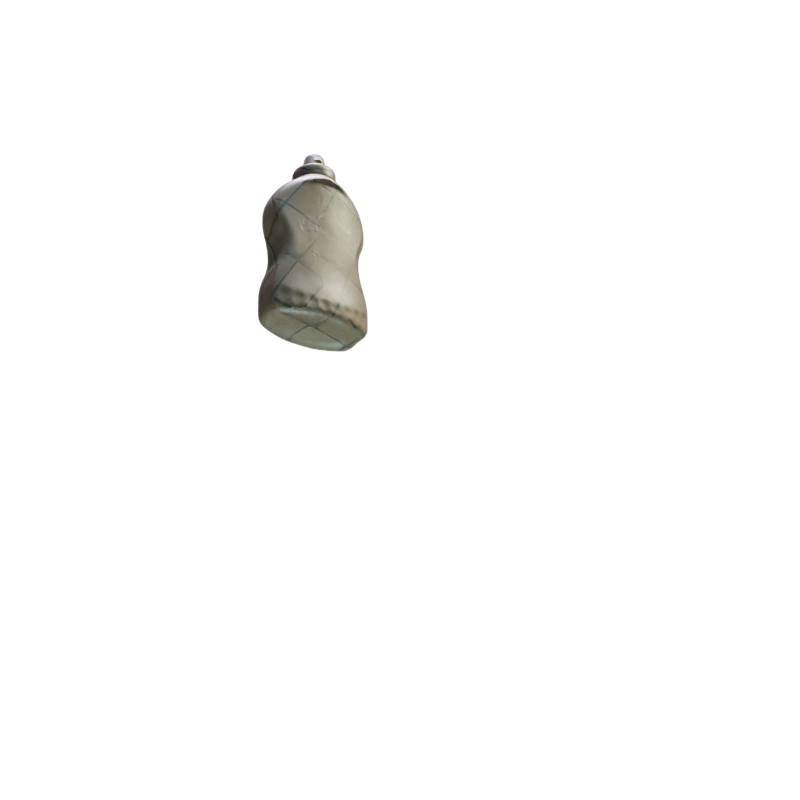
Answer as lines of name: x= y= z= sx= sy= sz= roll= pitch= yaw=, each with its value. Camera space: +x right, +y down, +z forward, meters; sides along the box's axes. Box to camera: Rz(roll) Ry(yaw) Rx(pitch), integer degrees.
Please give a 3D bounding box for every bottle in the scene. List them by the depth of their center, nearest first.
bottle: x=-0.078 y=-0.142 z=0.995 sx=0.092 sy=0.205 sz=0.057 roll=16 pitch=-38 yaw=-26
